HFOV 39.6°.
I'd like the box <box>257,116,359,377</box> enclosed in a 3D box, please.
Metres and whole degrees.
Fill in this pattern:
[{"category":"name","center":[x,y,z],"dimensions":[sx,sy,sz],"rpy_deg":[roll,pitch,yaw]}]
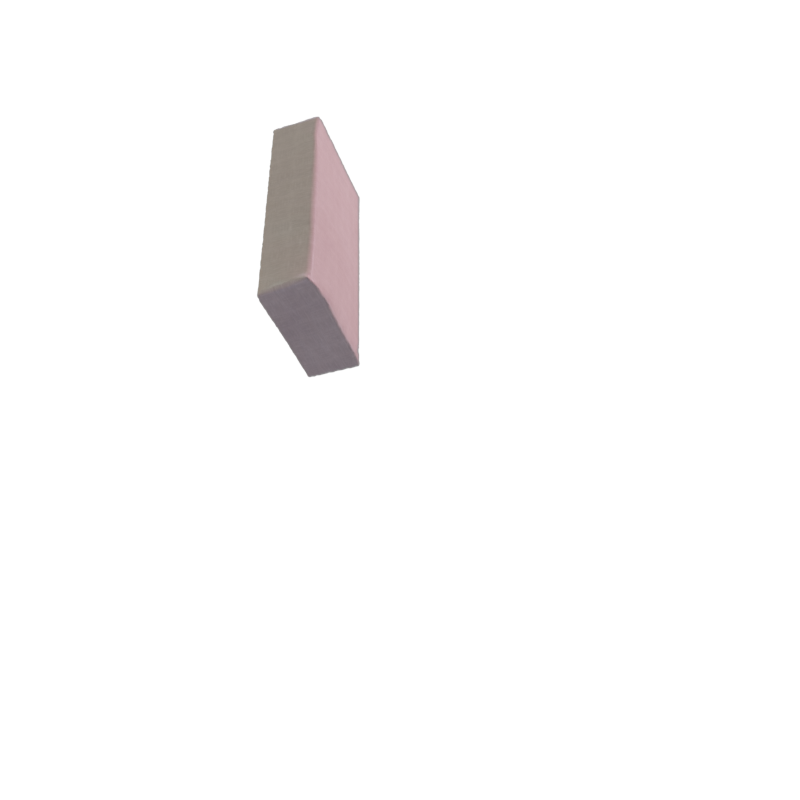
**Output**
[{"category":"box","center":[-0.063,-0.115,0.807],"dimensions":[0.048,0.189,0.086],"rpy_deg":[-16,-45,13]}]
